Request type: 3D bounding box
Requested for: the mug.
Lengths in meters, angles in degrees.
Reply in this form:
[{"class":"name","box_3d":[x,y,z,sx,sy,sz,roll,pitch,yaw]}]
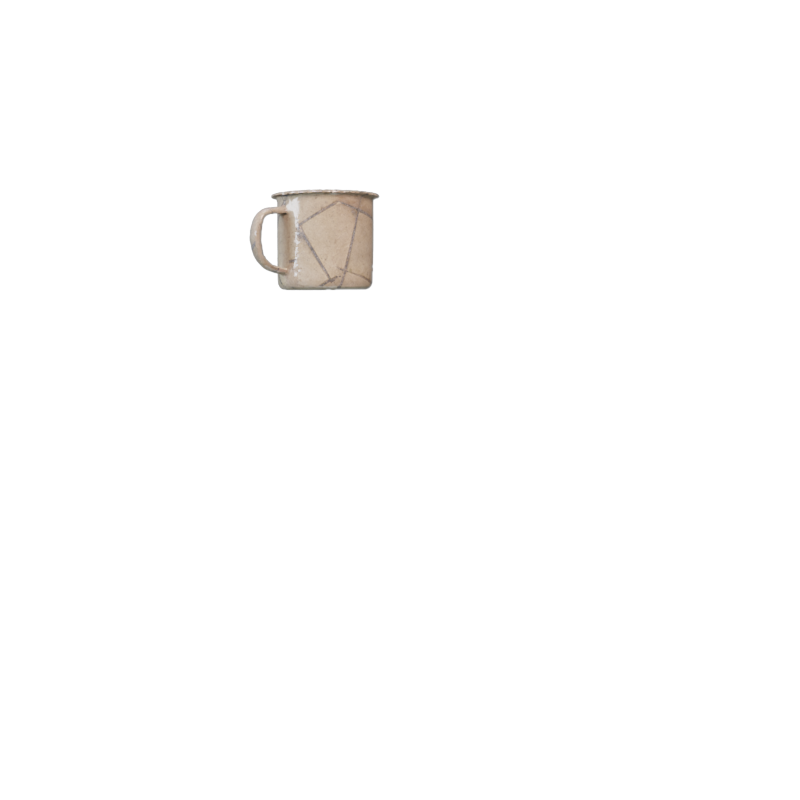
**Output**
[{"class":"mug","box_3d":[-0.074,-0.135,0.943,0.113,0.082,0.097,-2,2,-35]}]
